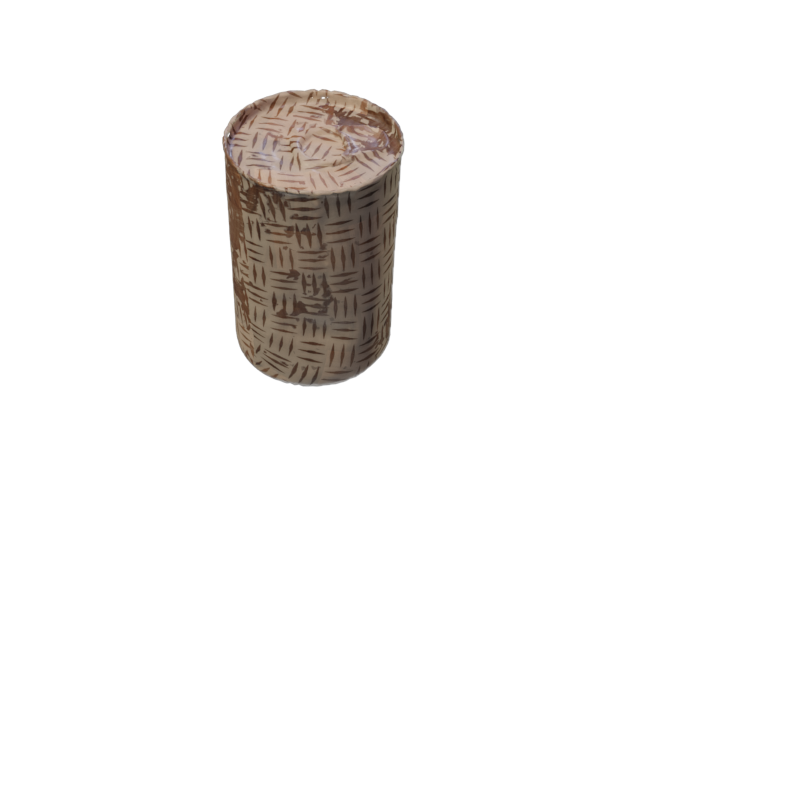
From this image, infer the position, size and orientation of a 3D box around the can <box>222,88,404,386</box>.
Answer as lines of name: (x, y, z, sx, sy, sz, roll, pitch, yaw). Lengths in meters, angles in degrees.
can: (-0.035, -0.064, 0.445, 0.068, 0.095, 0.074, 0, 44, -3)
